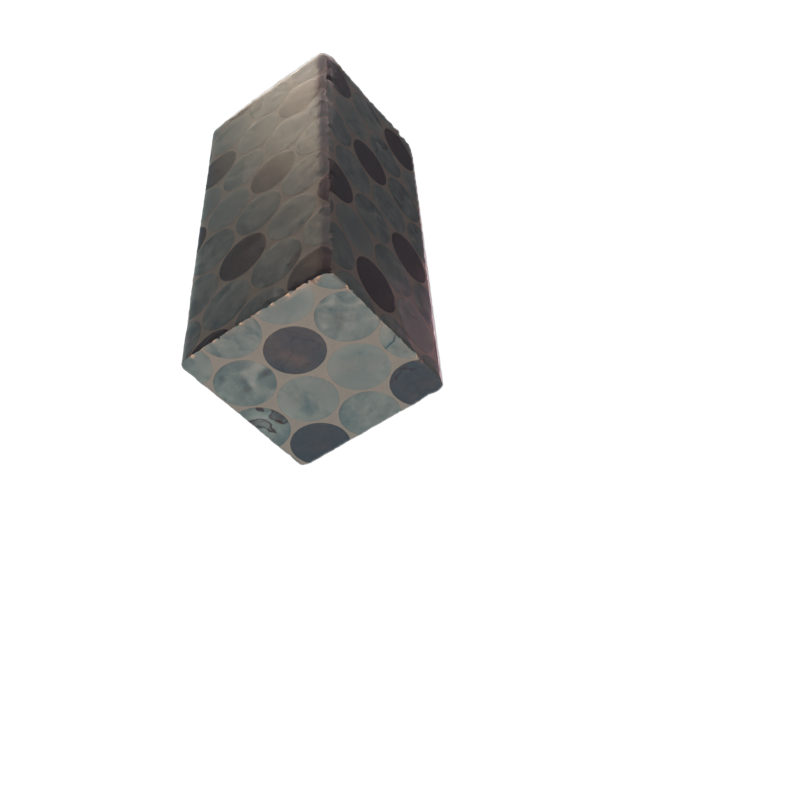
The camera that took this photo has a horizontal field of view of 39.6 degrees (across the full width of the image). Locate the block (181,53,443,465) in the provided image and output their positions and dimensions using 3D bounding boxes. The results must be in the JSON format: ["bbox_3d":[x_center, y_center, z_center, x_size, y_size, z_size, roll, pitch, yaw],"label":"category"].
[{"bbox_3d":[-0.046,-0.085,0.591,0.090,0.221,0.085,-32,-54,22],"label":"block"}]
